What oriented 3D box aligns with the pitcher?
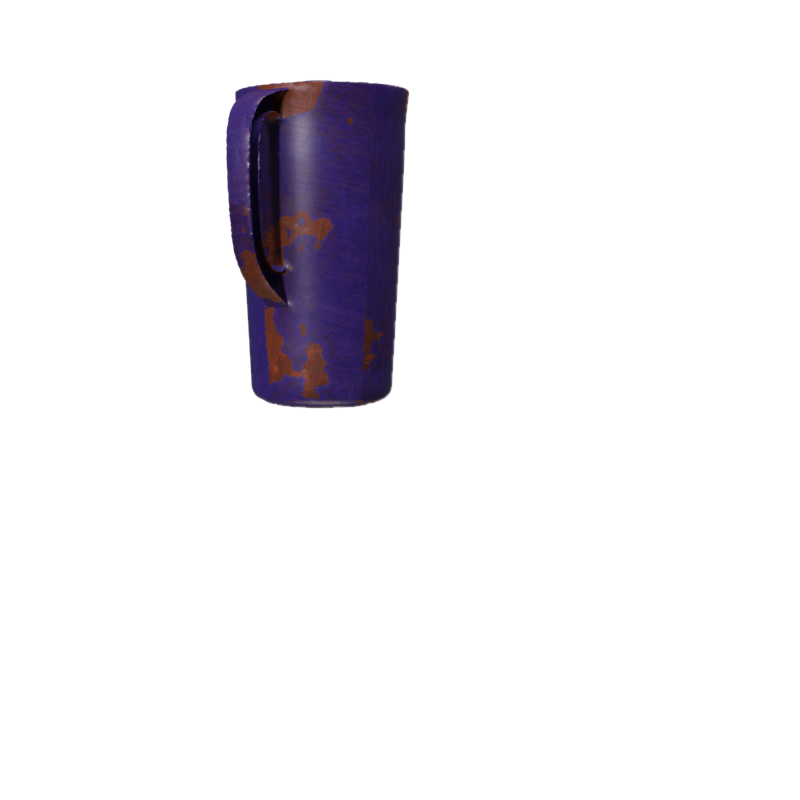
[{"bbox_3d":[-0.066,-0.120,0.841,0.146,0.243,0.148,0,2,-14],"label":"pitcher"}]
